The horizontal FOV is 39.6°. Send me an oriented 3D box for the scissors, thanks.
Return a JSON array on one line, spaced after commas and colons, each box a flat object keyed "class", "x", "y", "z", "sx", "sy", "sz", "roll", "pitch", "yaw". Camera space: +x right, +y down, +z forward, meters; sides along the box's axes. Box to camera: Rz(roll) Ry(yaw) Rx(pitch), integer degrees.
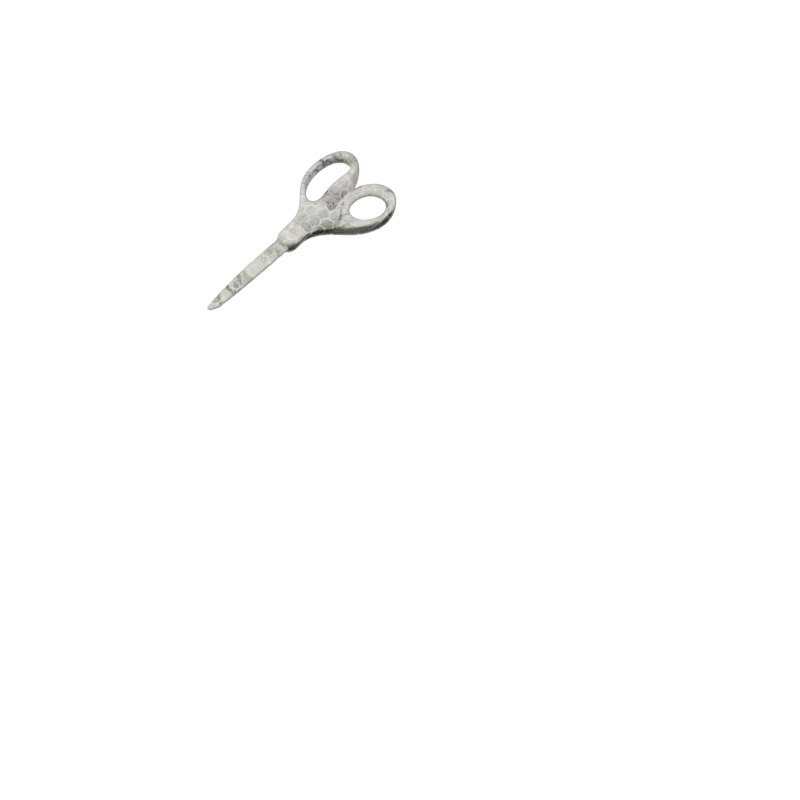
[{"class": "scissors", "x": -0.074, "y": -0.136, "z": 0.950, "sx": 0.099, "sy": 0.209, "sz": 0.015, "roll": 20, "pitch": -31, "yaw": 13}]
